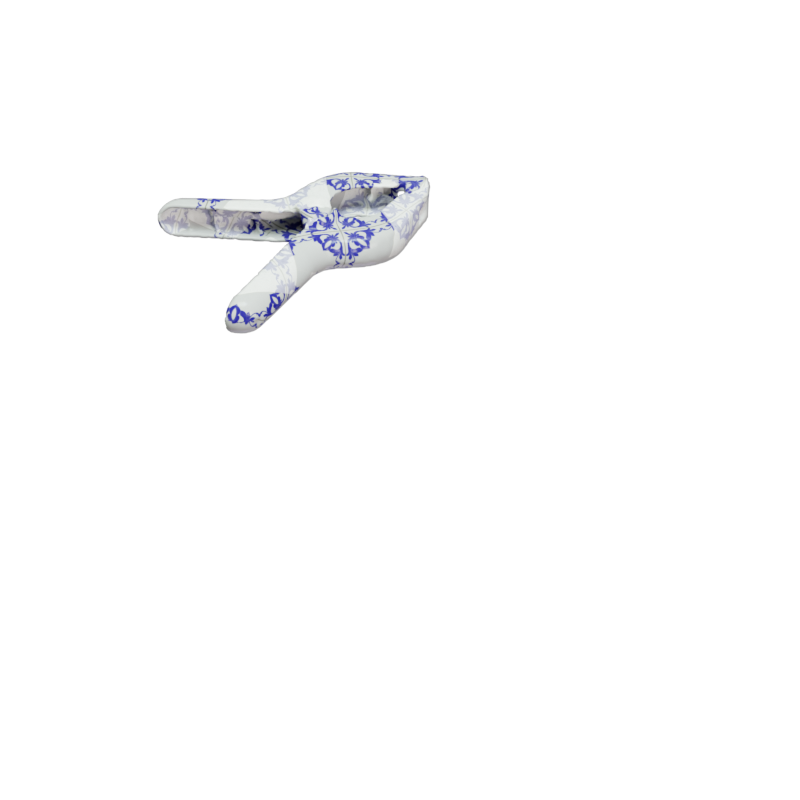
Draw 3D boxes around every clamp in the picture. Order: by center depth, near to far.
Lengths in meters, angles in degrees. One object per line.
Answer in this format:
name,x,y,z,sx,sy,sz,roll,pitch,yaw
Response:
clamp,-0.053,-0.097,0.677,0.170,0.130,0.036,-15,-40,-13
